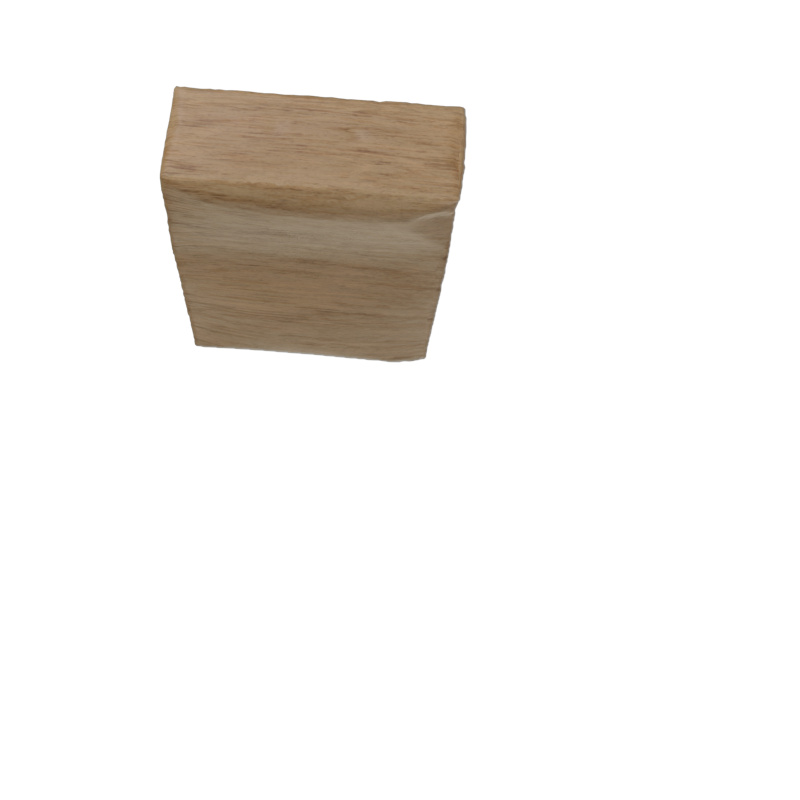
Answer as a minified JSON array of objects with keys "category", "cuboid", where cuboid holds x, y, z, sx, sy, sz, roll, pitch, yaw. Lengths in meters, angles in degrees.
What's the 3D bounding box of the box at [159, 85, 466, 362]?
[{"category":"box","cuboid":[-0.054,-0.098,0.686,0.164,0.076,0.202,5,-24,0]}]
